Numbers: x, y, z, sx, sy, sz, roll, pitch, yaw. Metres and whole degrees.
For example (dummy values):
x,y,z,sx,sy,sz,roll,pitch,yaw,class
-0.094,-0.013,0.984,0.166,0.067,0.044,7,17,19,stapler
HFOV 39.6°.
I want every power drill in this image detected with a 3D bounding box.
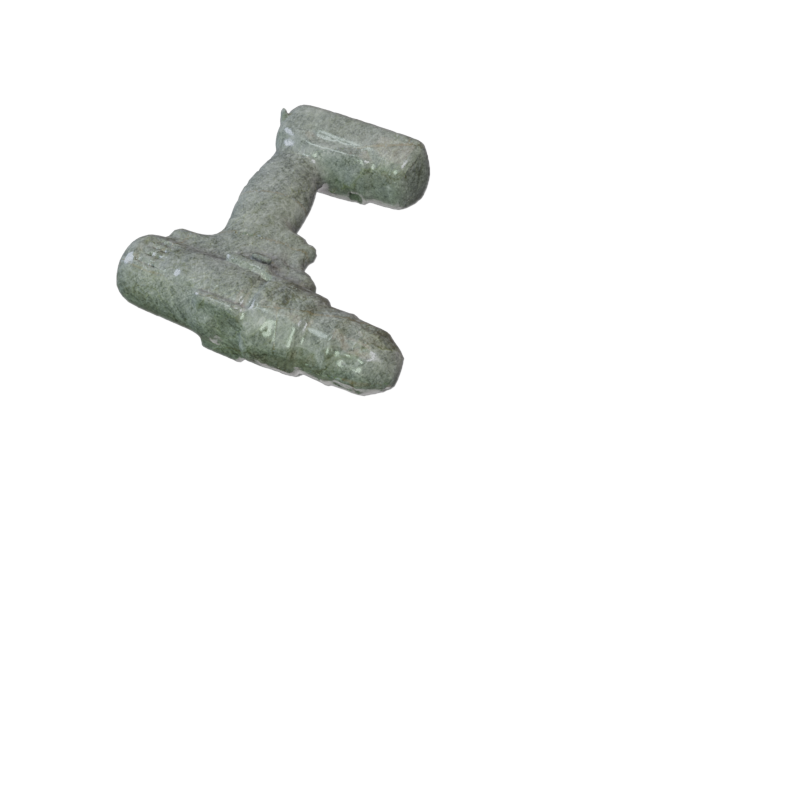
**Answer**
x,y,z,sx,sy,sz,roll,pitch,yaw,class
-0.054,-0.098,0.684,0.192,0.053,0.194,22,52,18,power drill
